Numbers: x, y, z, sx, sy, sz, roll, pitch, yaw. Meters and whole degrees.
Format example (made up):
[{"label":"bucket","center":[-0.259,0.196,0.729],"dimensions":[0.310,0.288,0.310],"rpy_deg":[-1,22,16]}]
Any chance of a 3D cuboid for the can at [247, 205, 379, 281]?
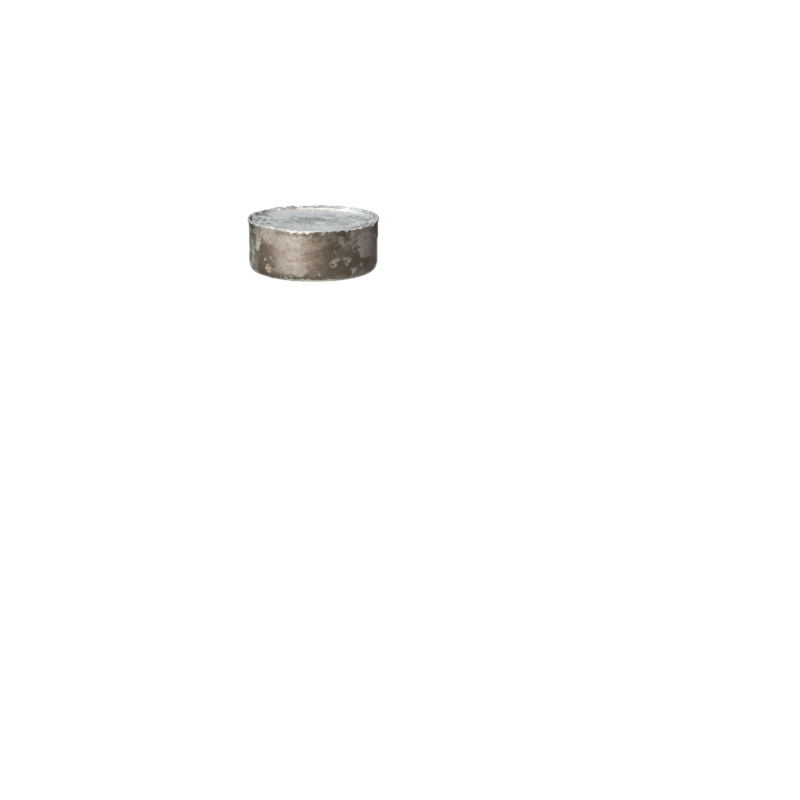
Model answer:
[{"label":"can","center":[-0.057,-0.104,0.725],"dimensions":[0.086,0.032,0.089],"rpy_deg":[-1,19,-2]}]
